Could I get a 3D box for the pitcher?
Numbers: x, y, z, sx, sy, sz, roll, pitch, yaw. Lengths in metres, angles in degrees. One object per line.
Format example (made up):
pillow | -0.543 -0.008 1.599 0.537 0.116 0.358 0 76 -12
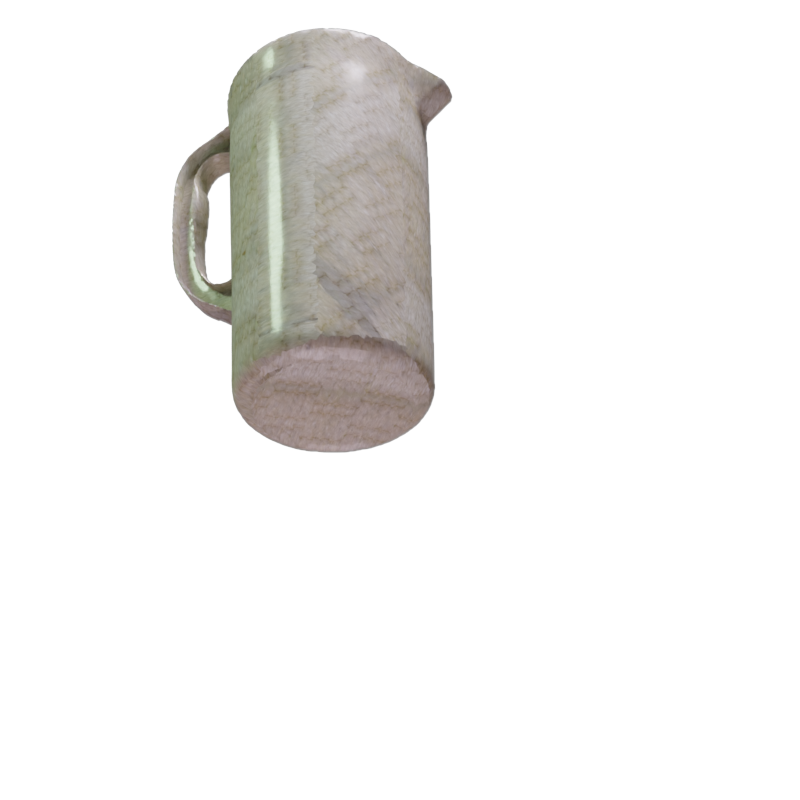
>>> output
pitcher | -0.052 -0.095 0.664 0.140 0.261 0.144 15 -42 -22
